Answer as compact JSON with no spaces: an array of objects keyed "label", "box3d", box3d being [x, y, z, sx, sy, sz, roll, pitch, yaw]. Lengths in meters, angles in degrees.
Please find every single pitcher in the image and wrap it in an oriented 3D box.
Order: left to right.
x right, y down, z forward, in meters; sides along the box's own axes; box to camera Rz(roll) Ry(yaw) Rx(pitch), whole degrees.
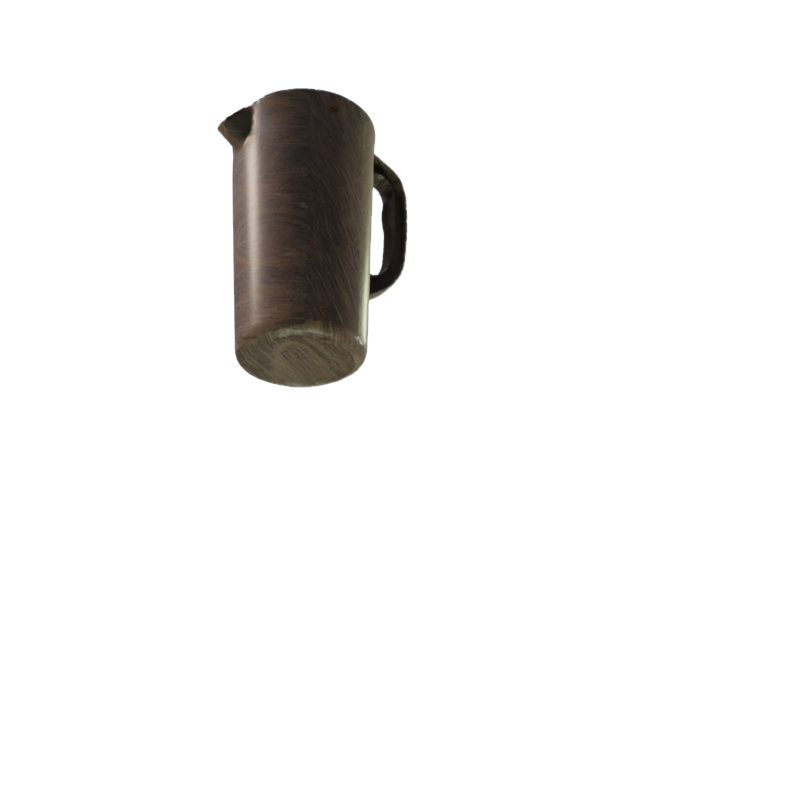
[{"label":"pitcher","box3d":[-0.075,-0.138,0.964,0.151,0.259,0.134,-8,-31,10]}]
